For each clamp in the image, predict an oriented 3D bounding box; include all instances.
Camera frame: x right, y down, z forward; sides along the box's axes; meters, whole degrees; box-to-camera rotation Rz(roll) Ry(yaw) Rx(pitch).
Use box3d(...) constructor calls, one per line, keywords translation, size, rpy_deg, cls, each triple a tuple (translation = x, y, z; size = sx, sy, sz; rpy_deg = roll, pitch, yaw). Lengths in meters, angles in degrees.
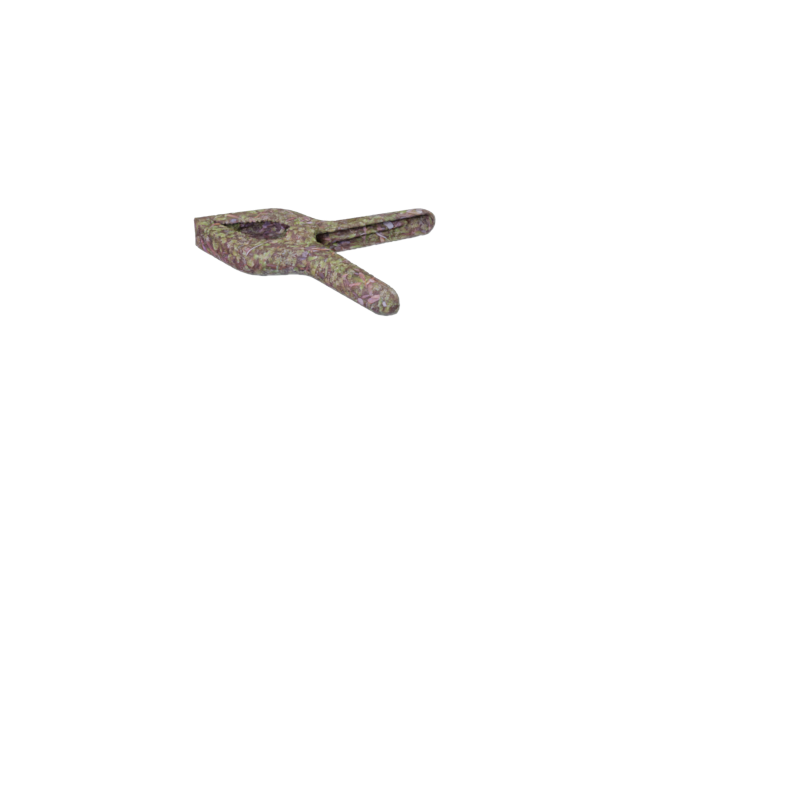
box3d(translation=(-0.076, -0.138, 0.967), size=(0.217, 0.034, 0.169), rpy_deg=(12, 35, 18), cls="clamp")
